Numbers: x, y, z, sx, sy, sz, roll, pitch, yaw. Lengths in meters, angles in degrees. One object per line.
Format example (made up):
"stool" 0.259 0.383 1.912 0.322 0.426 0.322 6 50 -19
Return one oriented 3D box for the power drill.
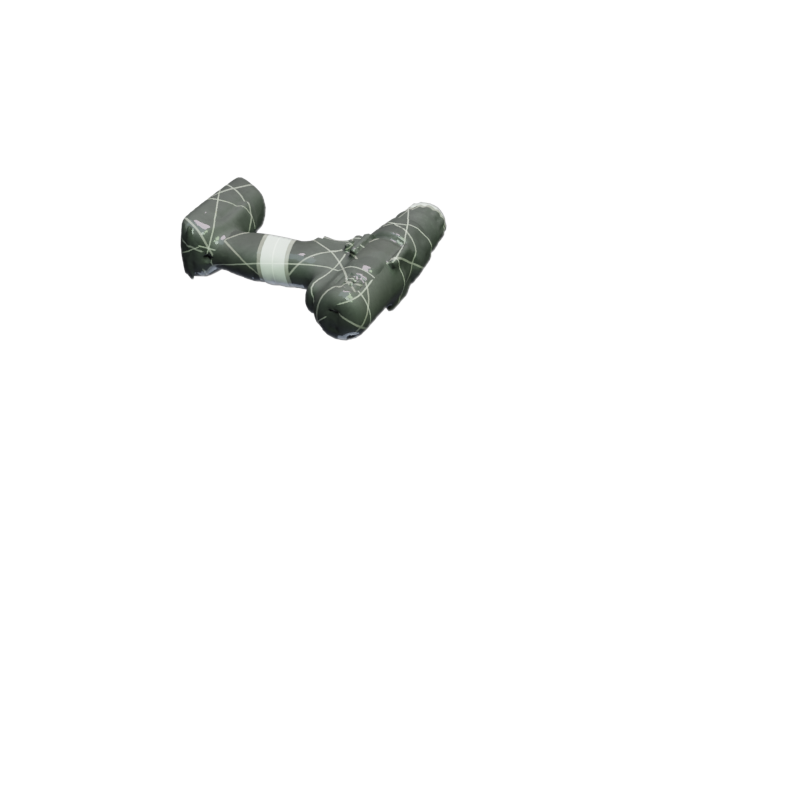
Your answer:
"power drill" -0.072 -0.131 0.919 0.195 0.054 0.189 16 38 22
